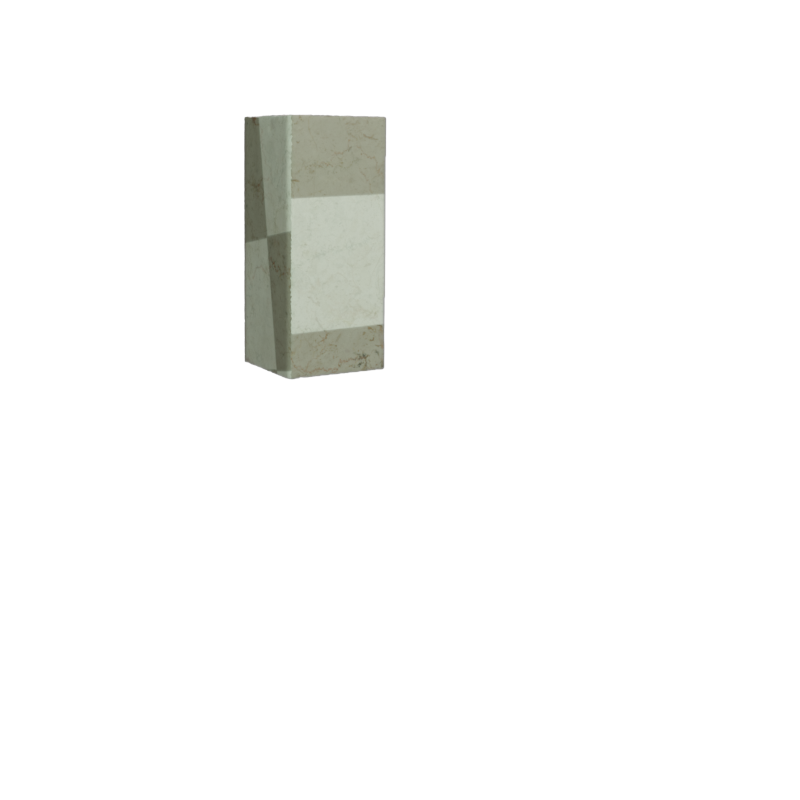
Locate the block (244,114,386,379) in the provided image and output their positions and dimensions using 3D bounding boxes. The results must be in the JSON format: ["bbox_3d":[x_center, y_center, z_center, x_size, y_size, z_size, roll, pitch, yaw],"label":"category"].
[{"bbox_3d":[-0.072,-0.131,0.917,0.088,0.203,0.094,-3,7,-31],"label":"block"}]
